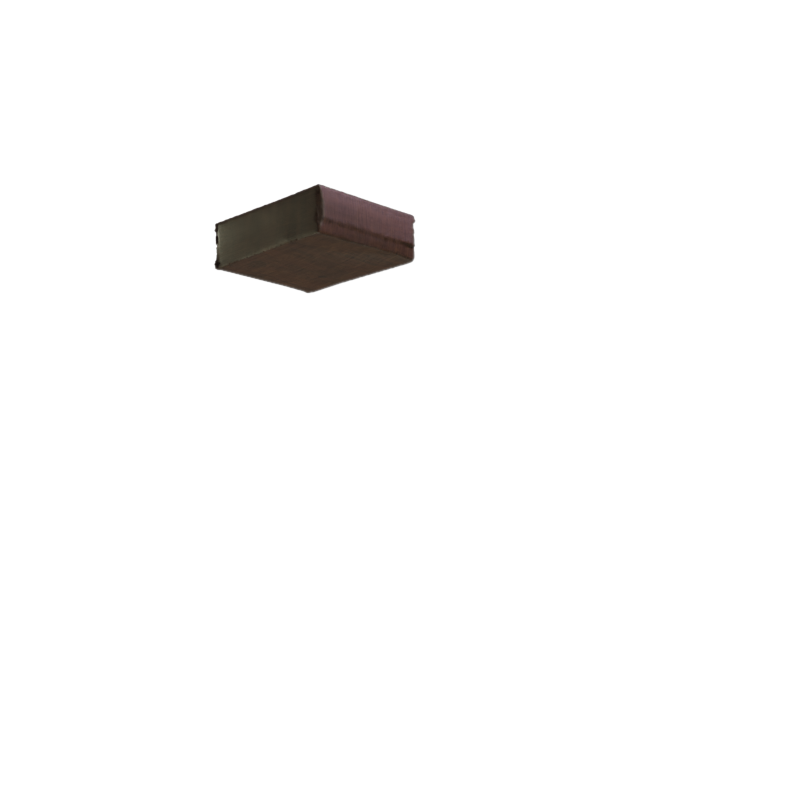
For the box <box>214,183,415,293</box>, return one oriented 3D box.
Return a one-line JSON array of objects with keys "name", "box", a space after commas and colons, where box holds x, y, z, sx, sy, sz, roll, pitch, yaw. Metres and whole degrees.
[{"name": "box", "box": [-0.060, -0.109, 0.763, 0.085, 0.040, 0.115, 13, -19, -43]}]
